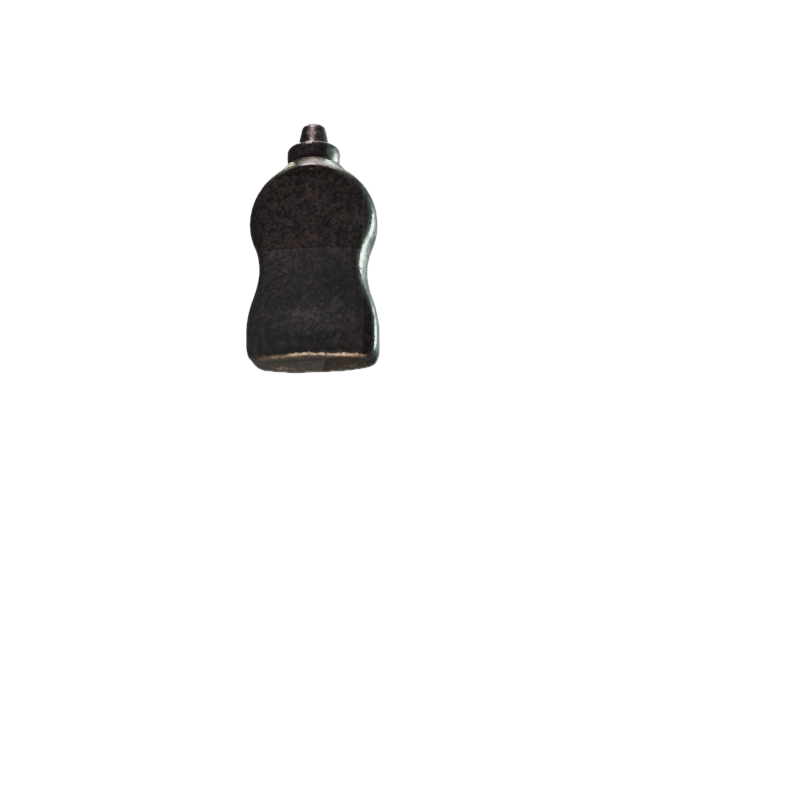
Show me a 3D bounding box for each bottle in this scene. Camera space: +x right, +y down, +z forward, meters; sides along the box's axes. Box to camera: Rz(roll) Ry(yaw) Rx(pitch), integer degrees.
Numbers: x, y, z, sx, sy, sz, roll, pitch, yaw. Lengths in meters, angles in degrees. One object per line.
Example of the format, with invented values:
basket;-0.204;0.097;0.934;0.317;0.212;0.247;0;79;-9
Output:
bottle;-0.065;-0.119;0.837;0.097;0.201;0.055;-4;-19;8
